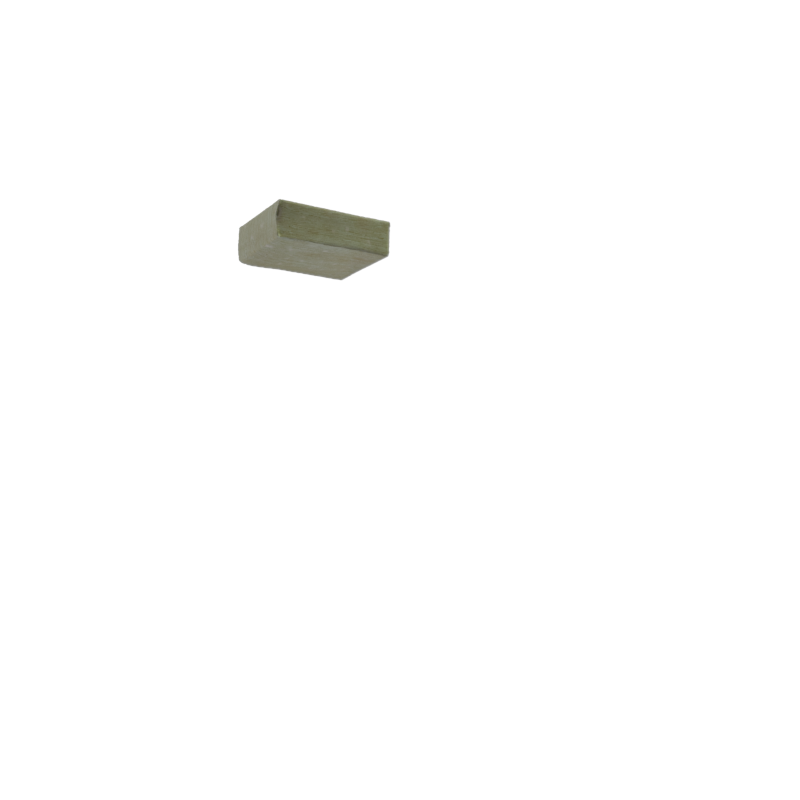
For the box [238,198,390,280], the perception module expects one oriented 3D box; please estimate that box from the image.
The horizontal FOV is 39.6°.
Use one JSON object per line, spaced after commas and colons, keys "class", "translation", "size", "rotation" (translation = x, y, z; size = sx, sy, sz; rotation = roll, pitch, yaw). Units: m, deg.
{"class": "box", "translation": [-0.078, -0.143, 1.000], "size": [0.109, 0.040, 0.090], "rotation": [6, -13, -28]}
